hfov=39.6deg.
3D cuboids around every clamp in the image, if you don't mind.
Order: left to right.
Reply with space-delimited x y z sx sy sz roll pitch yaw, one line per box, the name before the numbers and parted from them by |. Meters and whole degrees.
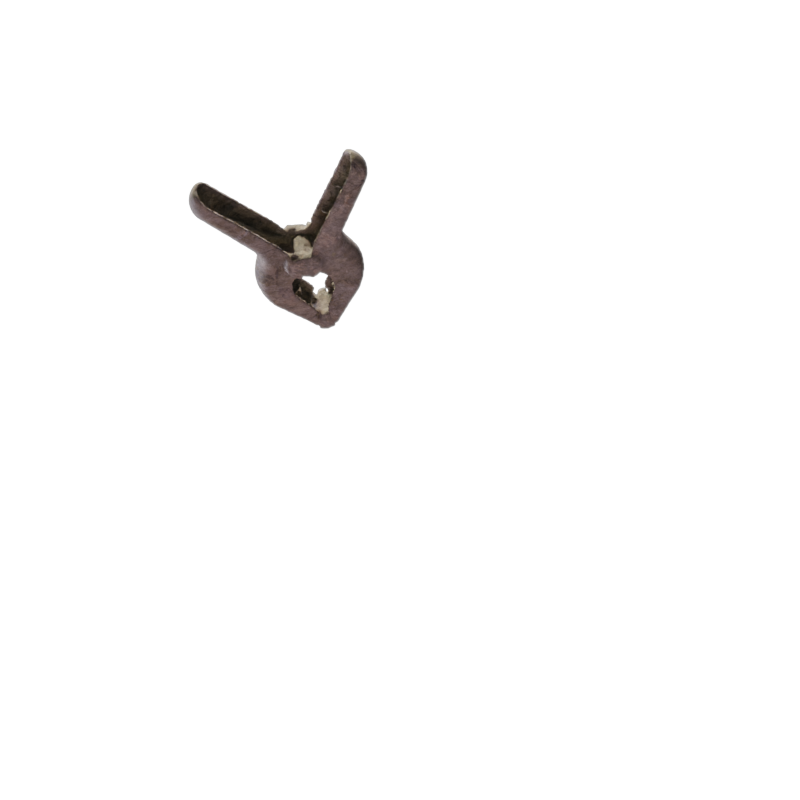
clamp | -0.061 -0.112 0.785 0.122 0.042 0.158 -11 -32 17
